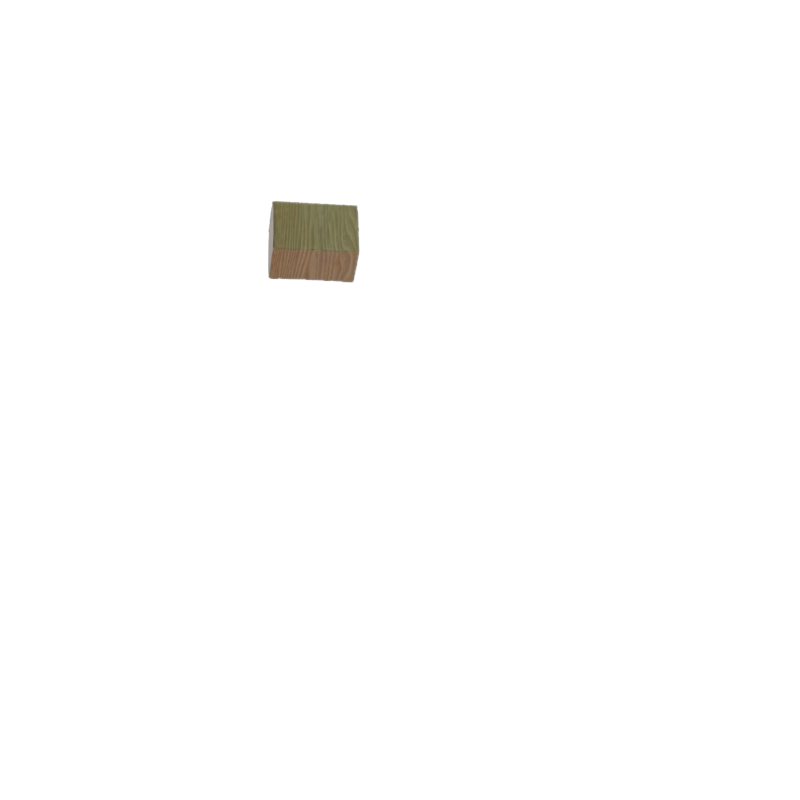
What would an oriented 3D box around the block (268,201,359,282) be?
[{"bbox_3d":[-0.077,-0.140,0.983,0.077,0.055,0.050,3,-30,-7],"label":"block"}]
